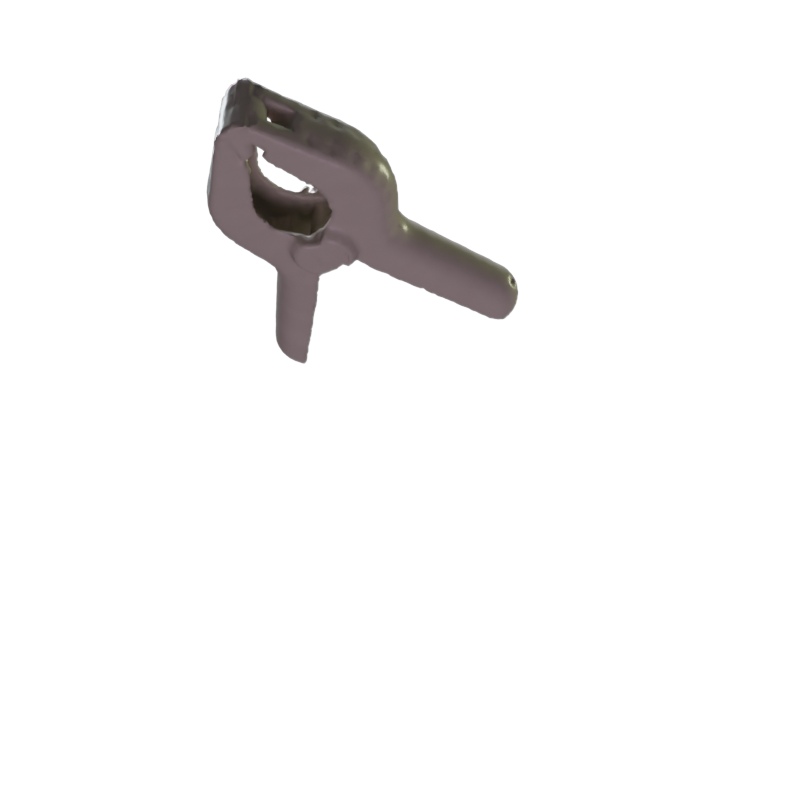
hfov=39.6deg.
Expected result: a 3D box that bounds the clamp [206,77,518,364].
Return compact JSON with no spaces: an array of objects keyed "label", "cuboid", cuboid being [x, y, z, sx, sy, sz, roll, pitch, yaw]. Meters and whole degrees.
[{"label":"clamp","cuboid":[-0.038,-0.069,0.486,0.120,0.042,0.159,-24,-45,26]}]
